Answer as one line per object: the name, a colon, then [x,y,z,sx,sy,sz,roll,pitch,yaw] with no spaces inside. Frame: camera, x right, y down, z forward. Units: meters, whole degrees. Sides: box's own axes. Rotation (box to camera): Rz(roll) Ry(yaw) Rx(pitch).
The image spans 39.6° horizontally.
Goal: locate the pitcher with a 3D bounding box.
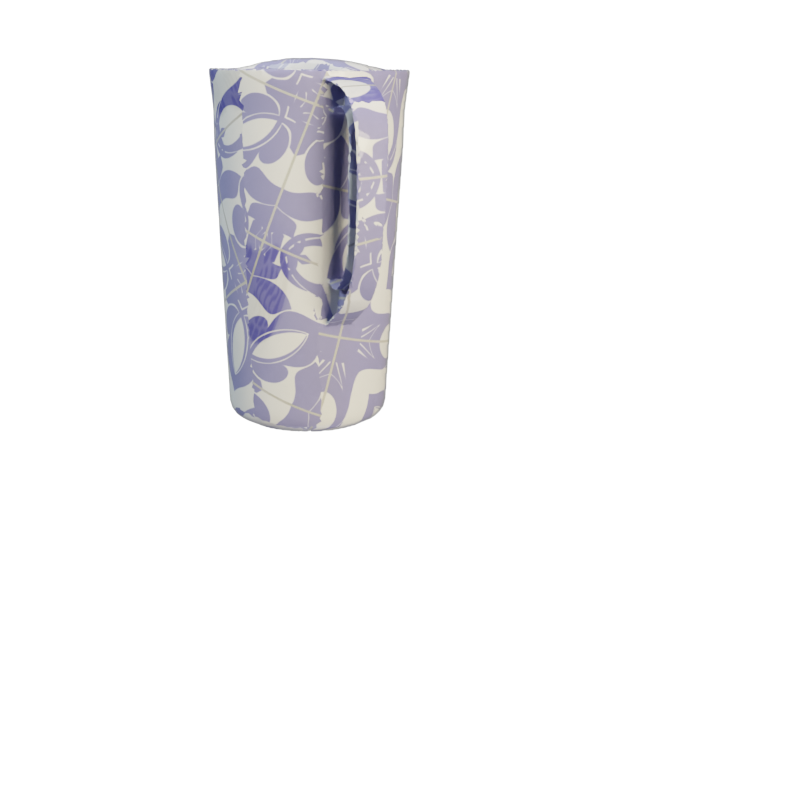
pitcher: [-0.058,-0.106,0.743,0.149,0.237,0.148,4,12,20]
